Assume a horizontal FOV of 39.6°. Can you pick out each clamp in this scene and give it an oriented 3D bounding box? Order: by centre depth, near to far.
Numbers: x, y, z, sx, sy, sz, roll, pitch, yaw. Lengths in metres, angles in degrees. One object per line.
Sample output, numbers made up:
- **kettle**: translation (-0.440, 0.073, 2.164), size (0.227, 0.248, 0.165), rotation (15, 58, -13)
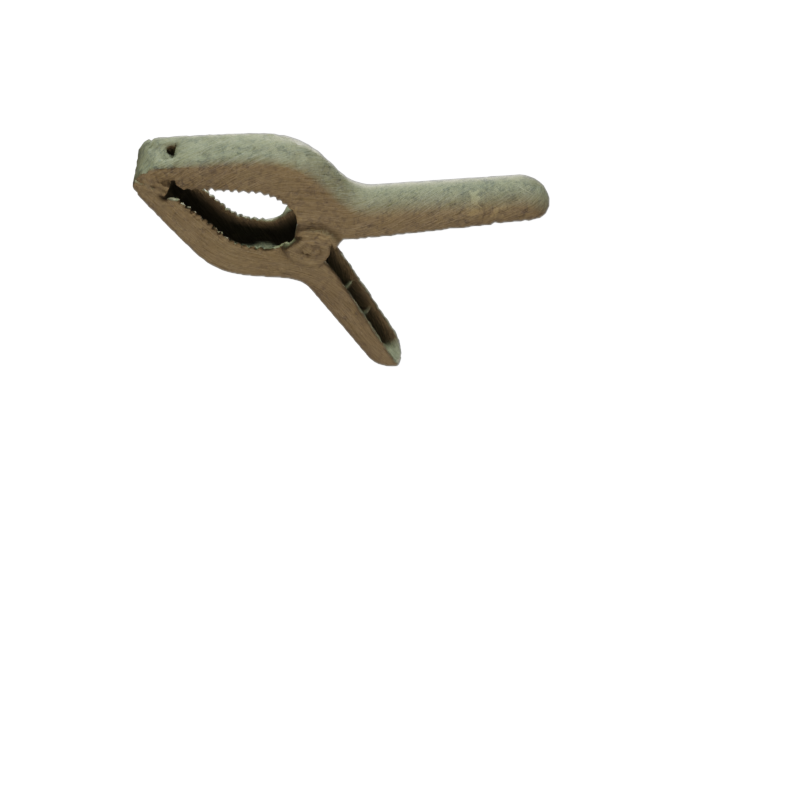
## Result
- **clamp**: translation (-0.048, -0.087, 0.609), size (0.204, 0.039, 0.158), rotation (14, -42, -17)
